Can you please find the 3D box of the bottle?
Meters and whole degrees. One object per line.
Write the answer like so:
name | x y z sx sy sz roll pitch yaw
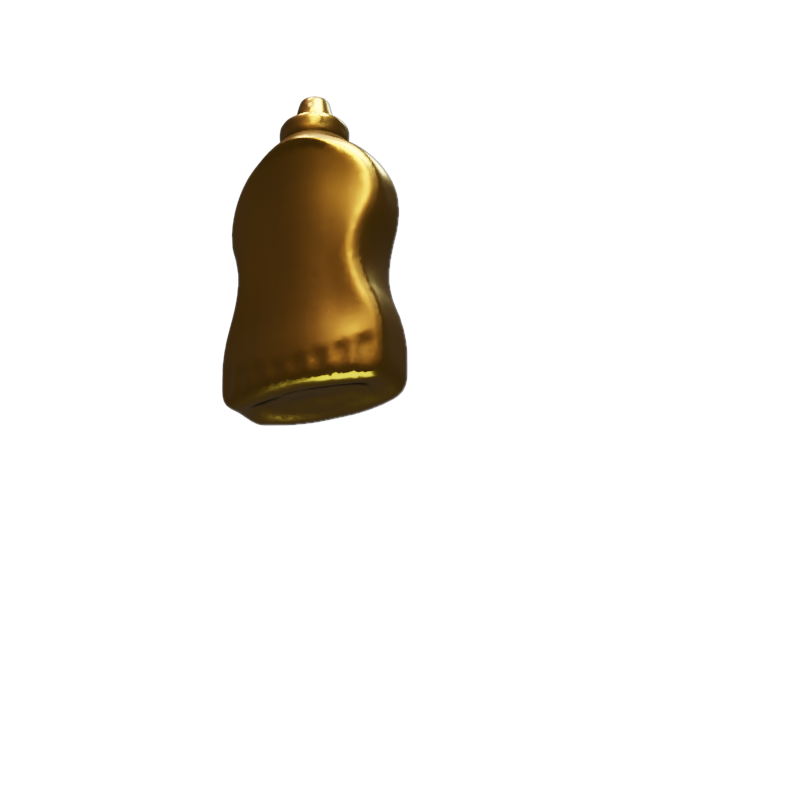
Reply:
bottle | -0.048 -0.087 0.610 0.097 0.204 0.054 -16 -32 25
